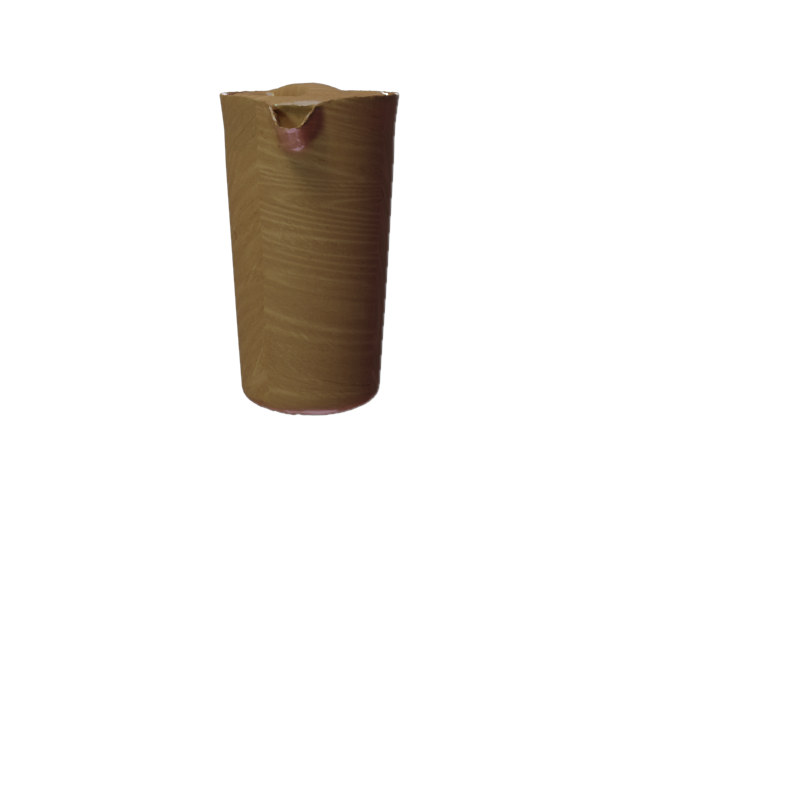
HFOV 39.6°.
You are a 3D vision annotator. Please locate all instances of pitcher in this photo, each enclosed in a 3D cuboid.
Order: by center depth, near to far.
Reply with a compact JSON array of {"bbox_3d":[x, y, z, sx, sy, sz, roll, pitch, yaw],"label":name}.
[{"bbox_3d":[-0.067,-0.122,0.854,0.145,0.236,0.153,-10,16,-38],"label":"pitcher"}]
